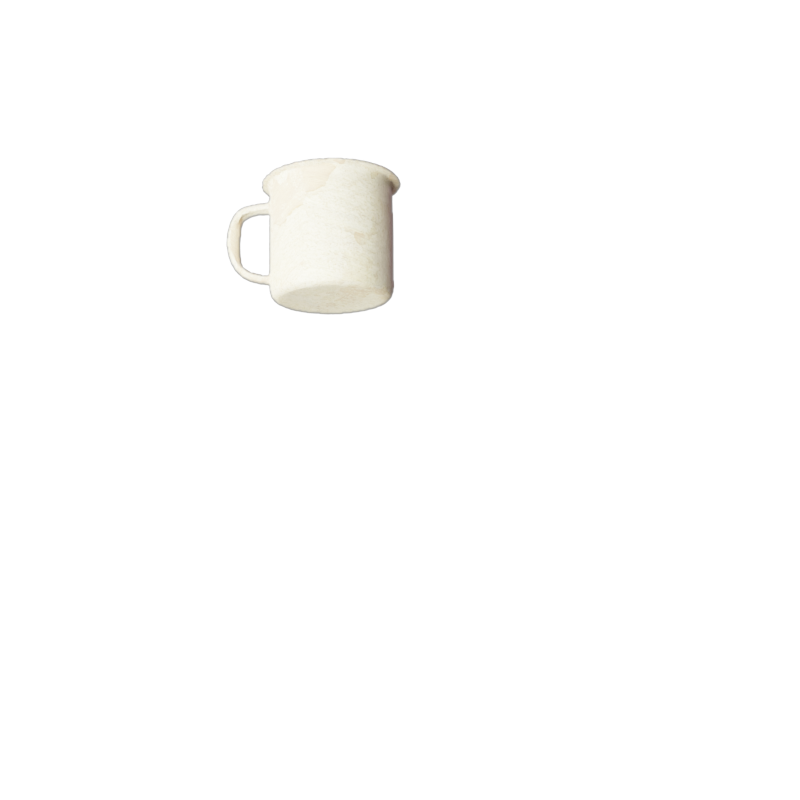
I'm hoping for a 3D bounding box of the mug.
[{"bbox_3d":[-0.057,-0.105,0.734,0.118,0.085,0.089,-2,-14,5],"label":"mug"}]
